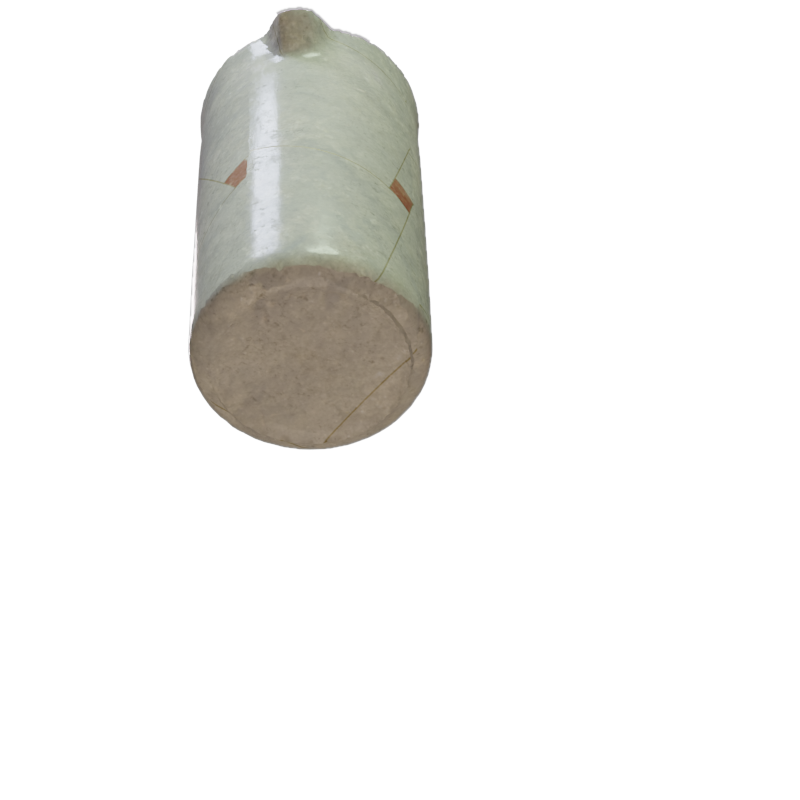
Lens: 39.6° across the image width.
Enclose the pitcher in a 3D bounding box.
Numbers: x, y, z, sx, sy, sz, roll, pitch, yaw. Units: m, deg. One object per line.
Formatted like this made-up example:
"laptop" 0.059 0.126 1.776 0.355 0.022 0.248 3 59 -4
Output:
"pitcher" -0.046 -0.084 0.588 0.142 0.143 0.260 35 28 -26
